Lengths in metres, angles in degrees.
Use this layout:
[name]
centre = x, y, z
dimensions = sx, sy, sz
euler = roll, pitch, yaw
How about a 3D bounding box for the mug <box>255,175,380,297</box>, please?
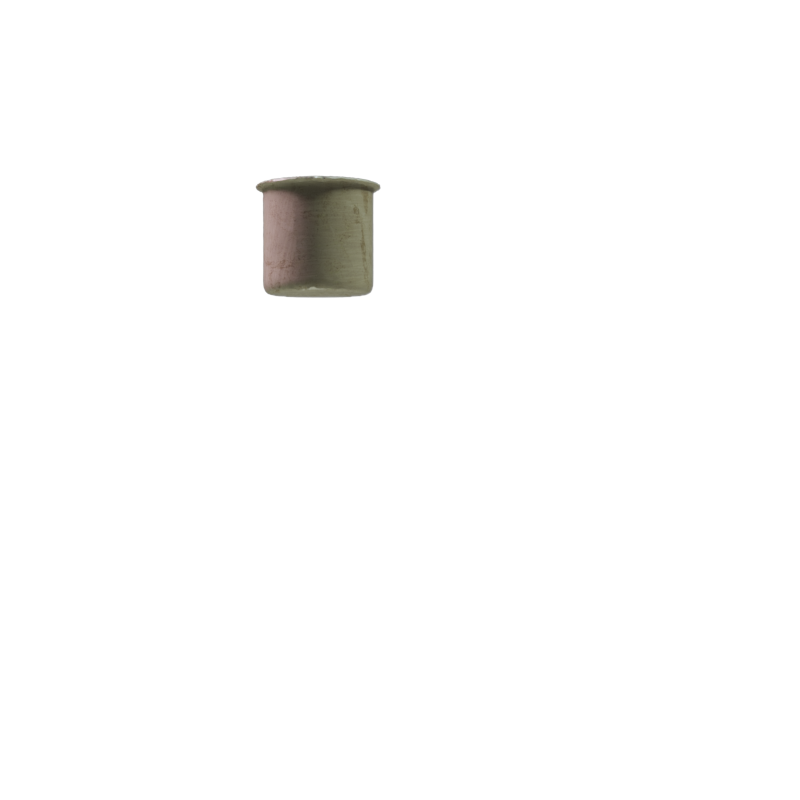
[mug]
centre = -0.065, -0.119, 0.832
dimensions = 0.091, 0.082, 0.119
euler = 1, -1, -21
